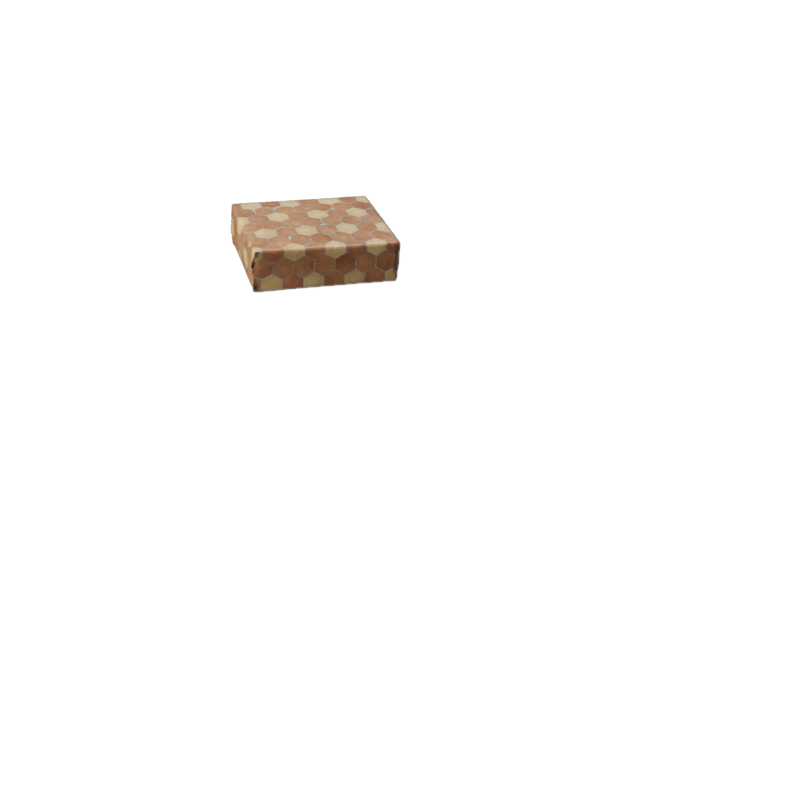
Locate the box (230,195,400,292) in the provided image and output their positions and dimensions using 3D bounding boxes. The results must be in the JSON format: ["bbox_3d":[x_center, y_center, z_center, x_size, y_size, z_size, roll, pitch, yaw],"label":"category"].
[{"bbox_3d":[-0.066,-0.120,0.843,0.112,0.037,0.096,-8,31,-14],"label":"box"}]
